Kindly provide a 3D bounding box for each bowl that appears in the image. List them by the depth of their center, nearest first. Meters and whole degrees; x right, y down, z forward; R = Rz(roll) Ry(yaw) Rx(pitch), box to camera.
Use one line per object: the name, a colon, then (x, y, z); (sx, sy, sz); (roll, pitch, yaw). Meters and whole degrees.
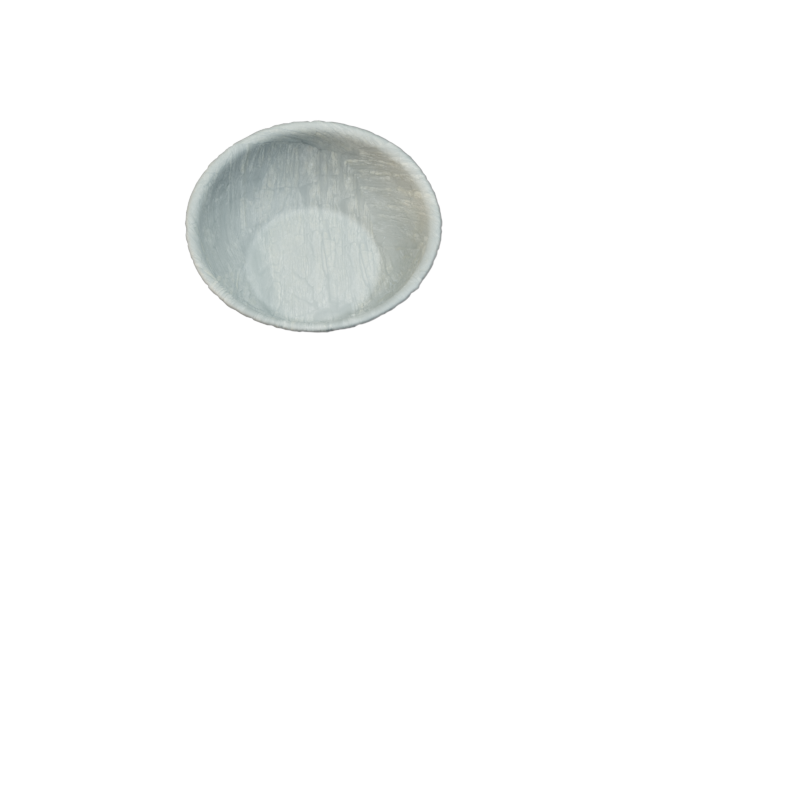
bowl: (-0.056, -0.103, 0.718); (0.162, 0.173, 0.052); (-1, -31, -1)
